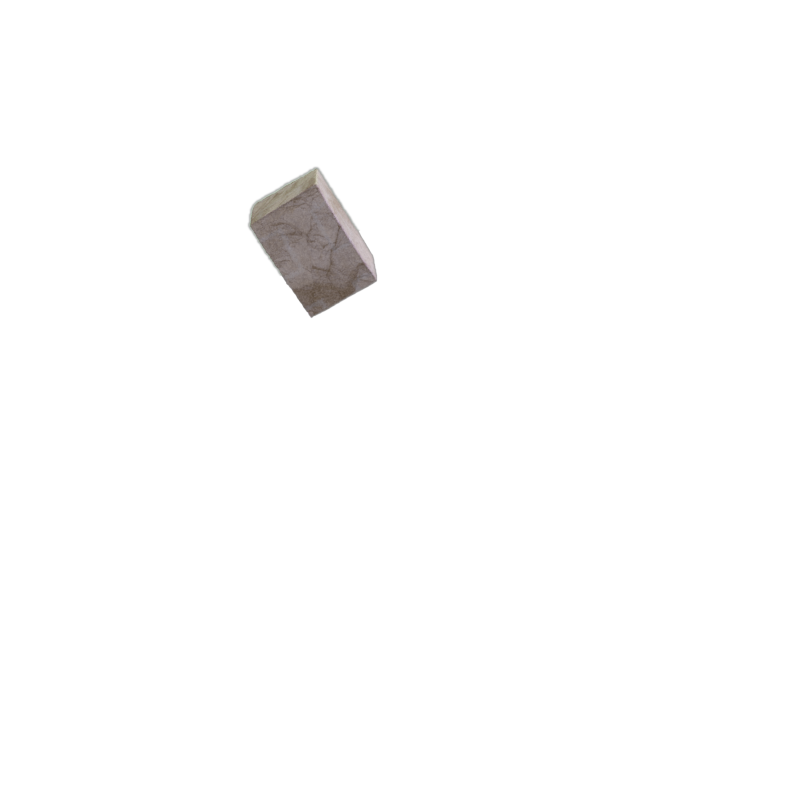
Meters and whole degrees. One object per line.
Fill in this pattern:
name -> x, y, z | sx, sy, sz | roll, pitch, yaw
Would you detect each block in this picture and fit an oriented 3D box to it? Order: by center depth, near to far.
block -> -0.057, -0.105, 0.732 | 0.053, 0.074, 0.054 | -29, 19, 10
